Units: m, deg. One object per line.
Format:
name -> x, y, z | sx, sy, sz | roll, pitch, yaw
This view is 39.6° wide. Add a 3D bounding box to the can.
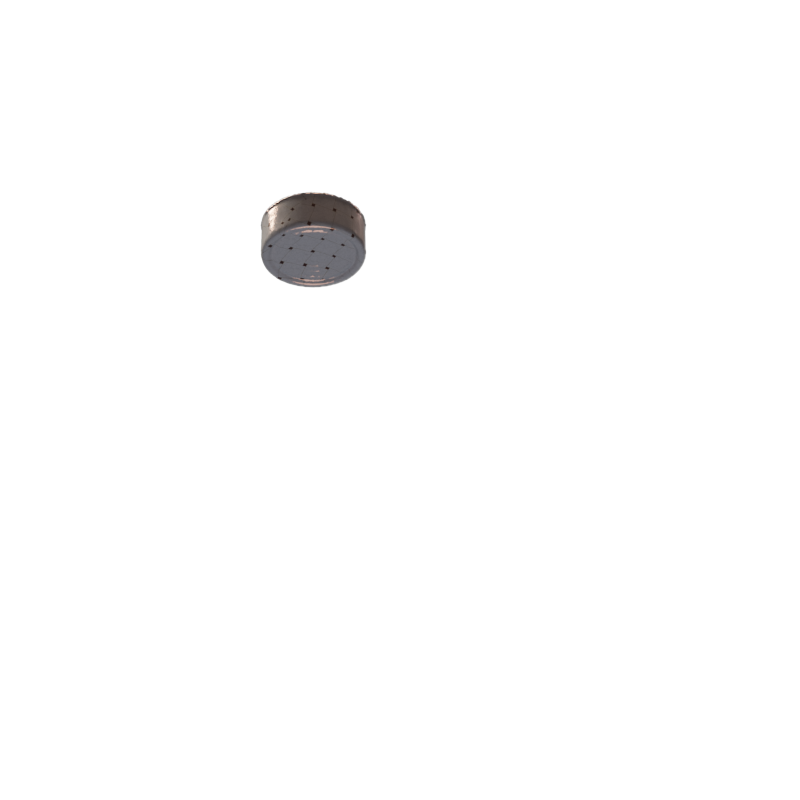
can -> -0.070, -0.128, 0.895 | 0.086, 0.036, 0.080 | 1, -33, -2
